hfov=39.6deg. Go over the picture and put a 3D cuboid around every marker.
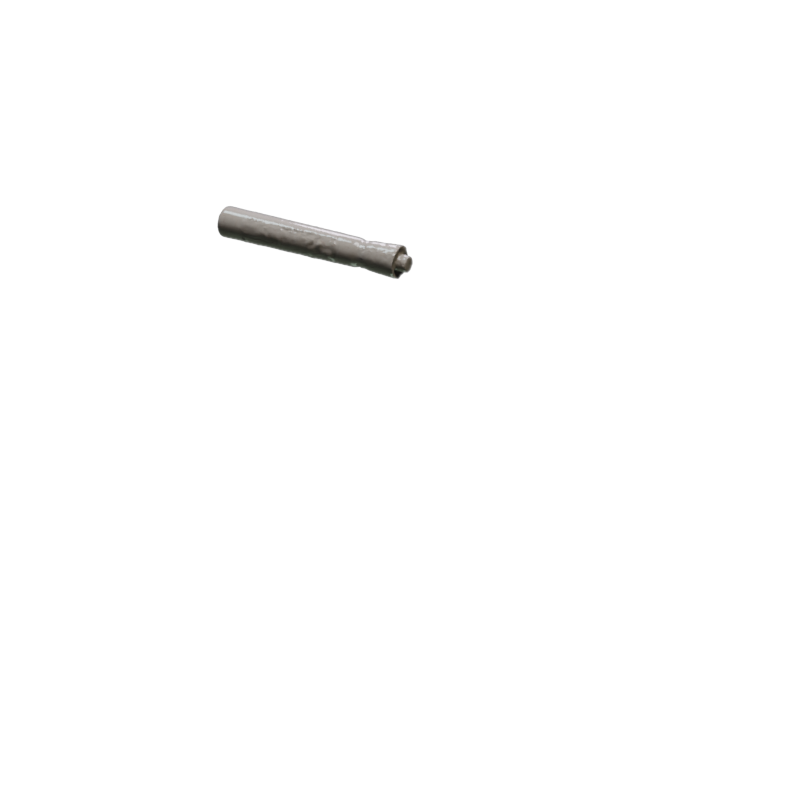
[{"bbox_3d":[-0.049,-0.089,0.625,0.127,0.019,0.019,17,11,27],"label":"marker"}]
